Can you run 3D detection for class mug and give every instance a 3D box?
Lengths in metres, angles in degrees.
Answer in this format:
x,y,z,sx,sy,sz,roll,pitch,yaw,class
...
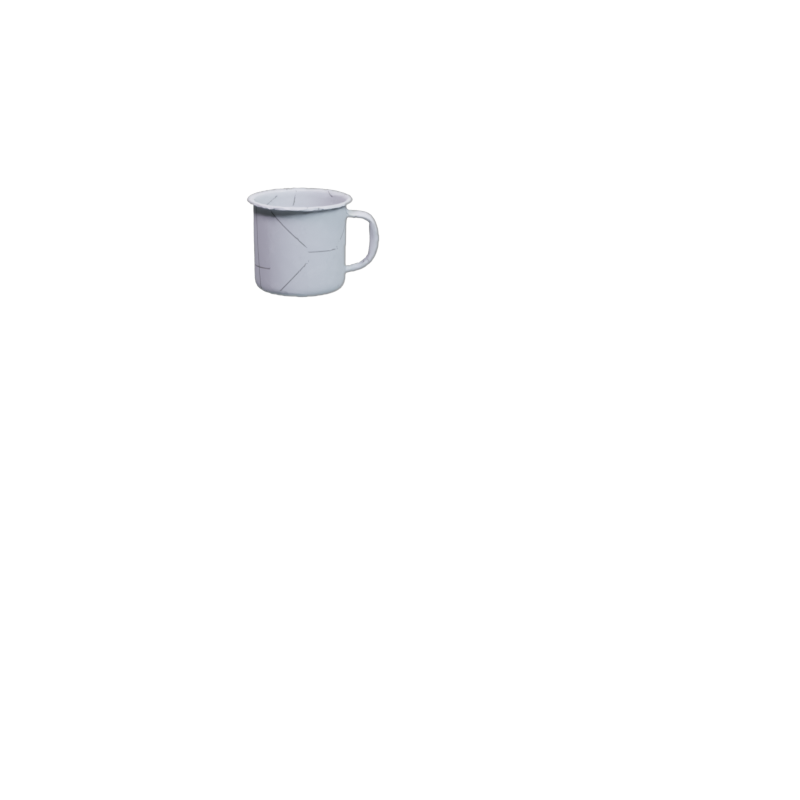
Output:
x,y,z,sx,sy,sz,roll,pitch,yaw,class
-0.077,-0.141,0.987,0.116,0.079,0.098,-2,18,-7,mug
